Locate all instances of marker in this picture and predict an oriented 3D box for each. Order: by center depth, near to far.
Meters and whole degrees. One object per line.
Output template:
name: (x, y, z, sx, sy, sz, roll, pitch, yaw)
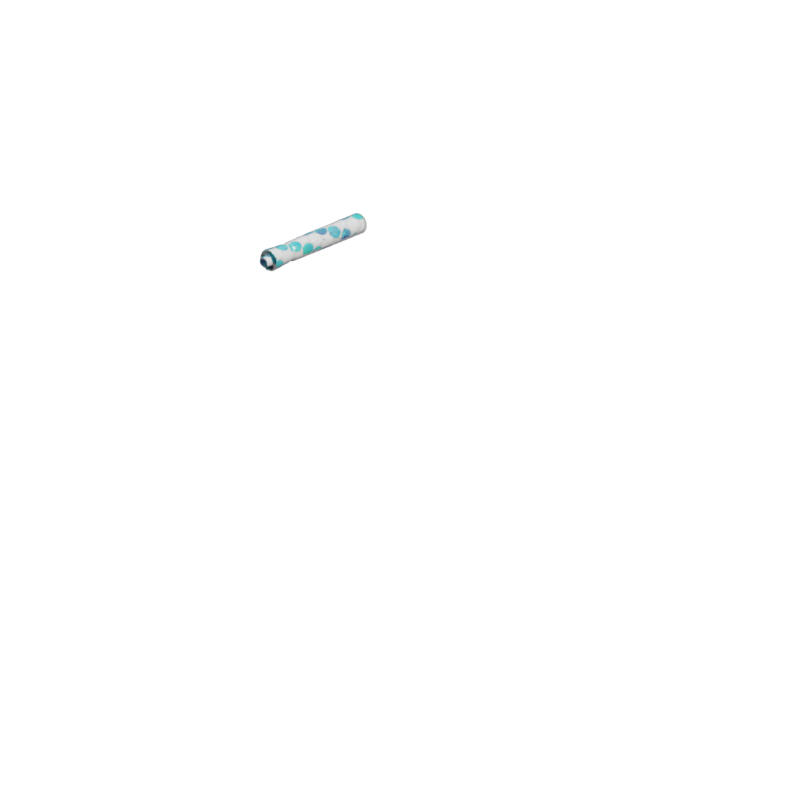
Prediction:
marker: (-0.073, -0.133, 0.935, 0.021, 0.019, 0.120, 3, 24, 41)
